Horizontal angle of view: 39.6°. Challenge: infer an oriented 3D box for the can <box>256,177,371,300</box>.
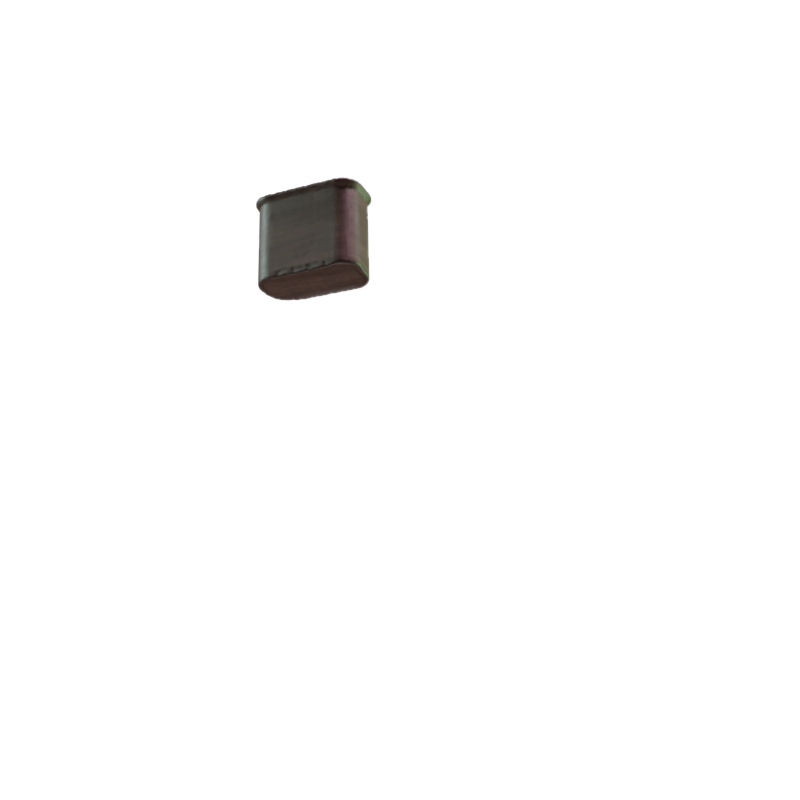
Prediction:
[{"bbox_3d":[-0.076,-0.140,0.979,0.103,0.089,0.053,-11,-27,21],"label":"can"}]
